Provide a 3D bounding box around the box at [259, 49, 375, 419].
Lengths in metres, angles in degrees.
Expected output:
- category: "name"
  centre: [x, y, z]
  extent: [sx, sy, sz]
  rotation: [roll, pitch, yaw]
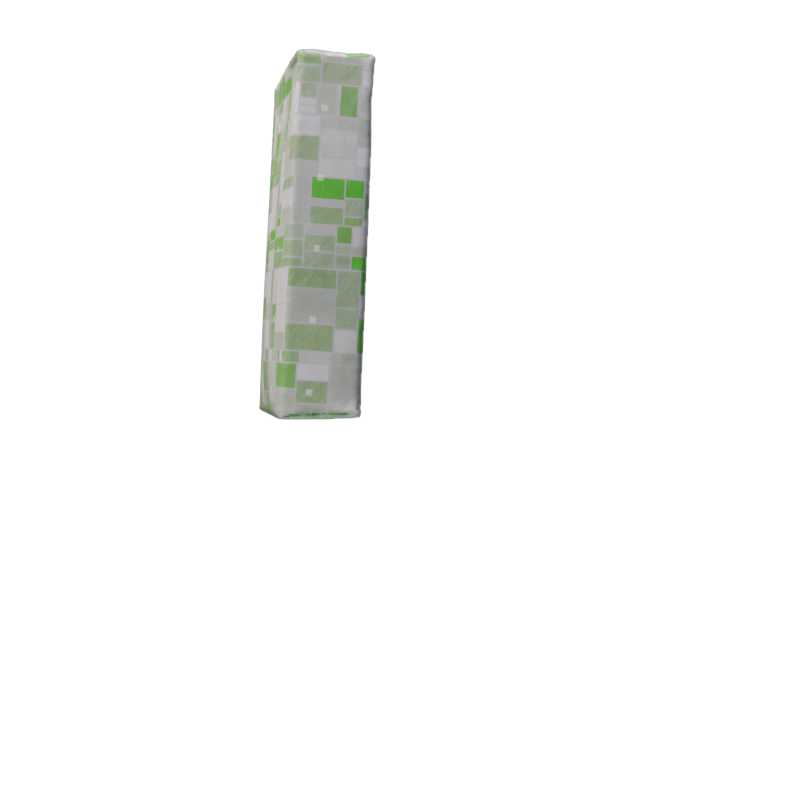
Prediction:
- category: "box"
  centre: [-0.044, -0.081, 0.564]
  extent: [0.047, 0.179, 0.094]
  rotation: [1, -5, -13]
